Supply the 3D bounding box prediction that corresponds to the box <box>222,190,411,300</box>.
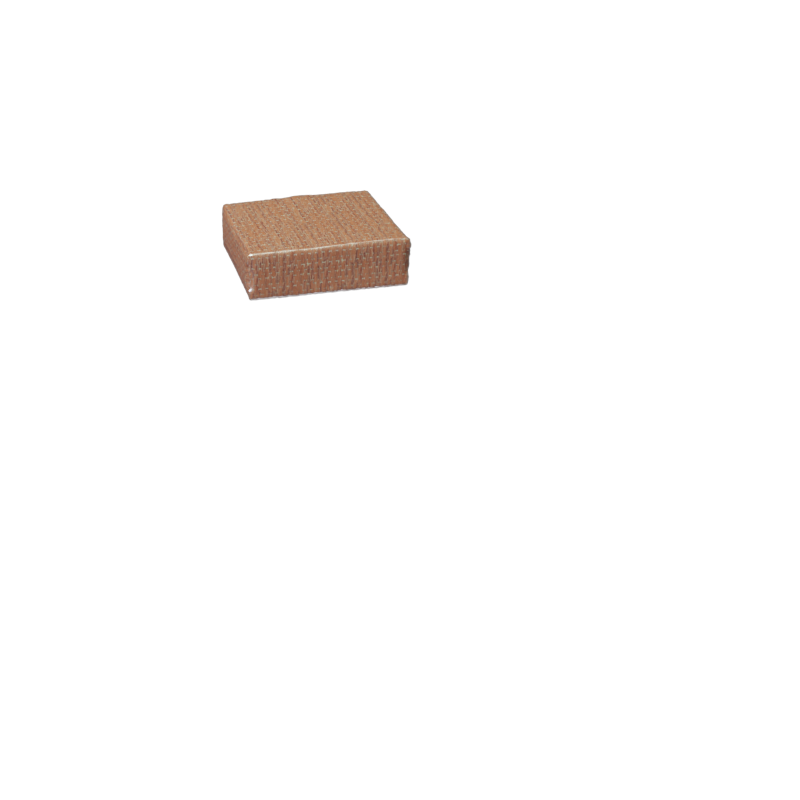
[{"bbox_3d":[-0.047,-0.086,0.604,0.088,0.028,0.078,-8,31,-14],"label":"box"}]
